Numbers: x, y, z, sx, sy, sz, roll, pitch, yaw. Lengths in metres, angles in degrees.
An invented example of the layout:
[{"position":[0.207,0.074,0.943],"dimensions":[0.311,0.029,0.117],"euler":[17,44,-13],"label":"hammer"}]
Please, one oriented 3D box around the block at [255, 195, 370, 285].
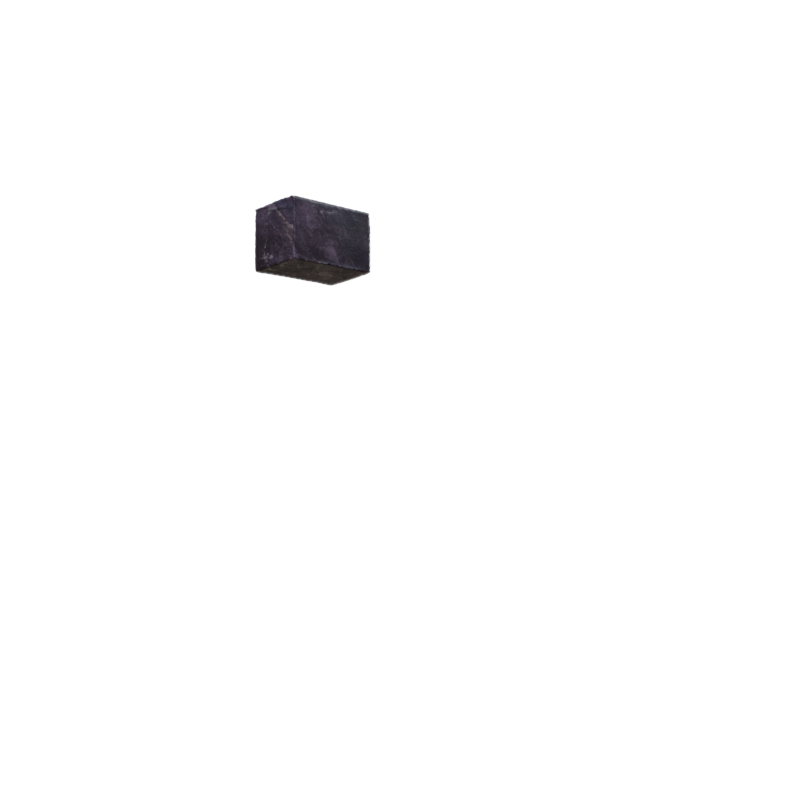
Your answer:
[{"position":[-0.068,-0.124,0.872],"dimensions":[0.074,0.053,0.054],"euler":[8,-15,-40],"label":"block"}]
